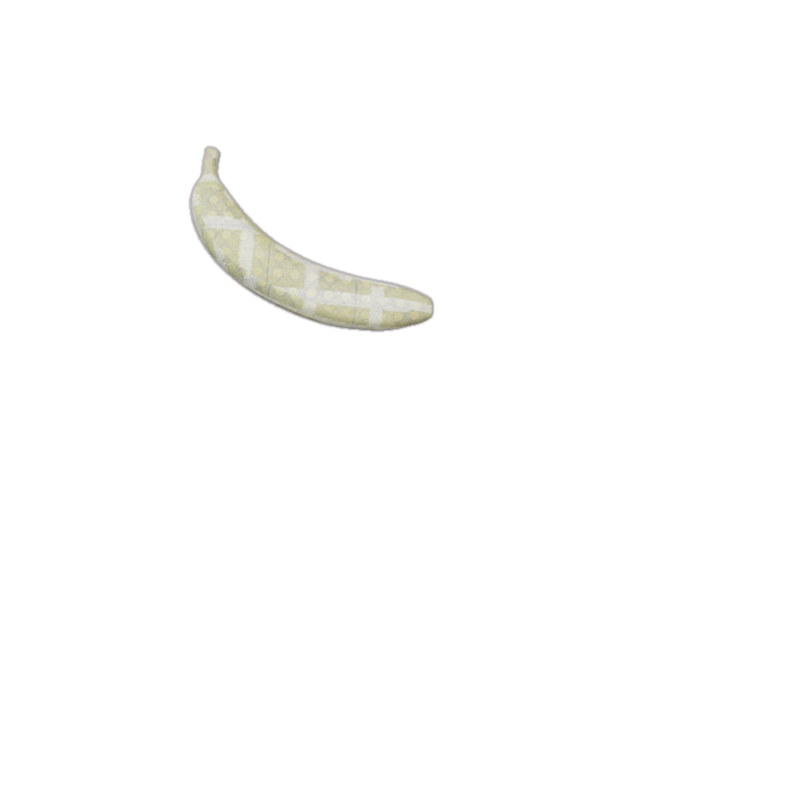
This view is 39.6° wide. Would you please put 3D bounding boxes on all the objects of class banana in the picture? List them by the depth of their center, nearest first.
[{"bbox_3d":[-0.073,-0.096,0.756,0.201,0.070,0.036,36,-9,7],"label":"banana"}]
